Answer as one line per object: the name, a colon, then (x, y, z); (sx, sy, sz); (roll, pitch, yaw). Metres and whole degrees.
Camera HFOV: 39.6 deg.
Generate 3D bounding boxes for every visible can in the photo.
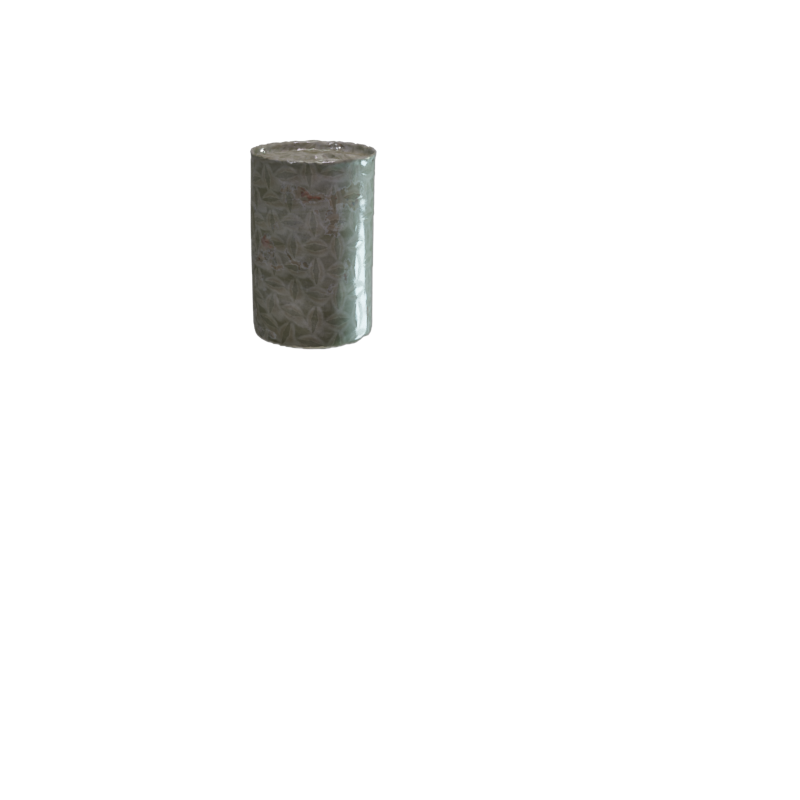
can: (-0.047, -0.086, 0.605); (0.068, 0.099, 0.071); (0, 17, -2)
